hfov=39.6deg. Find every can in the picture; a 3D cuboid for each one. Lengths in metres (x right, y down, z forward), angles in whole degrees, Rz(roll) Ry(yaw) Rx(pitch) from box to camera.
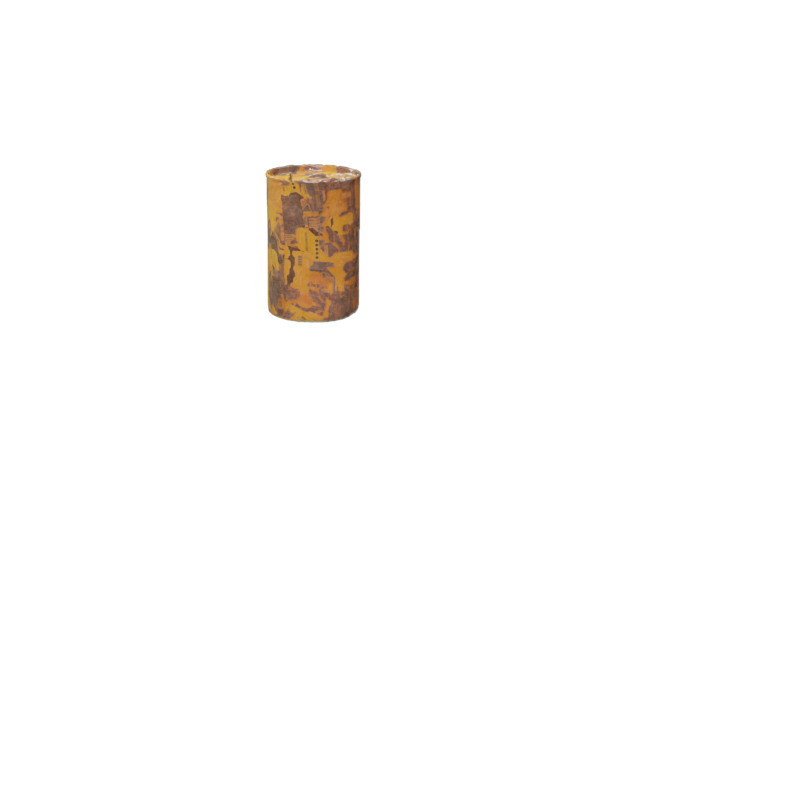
[{"bbox_3d":[-0.062,-0.114,0.796,0.068,0.099,0.071,0,17,-2],"label":"can"}]
